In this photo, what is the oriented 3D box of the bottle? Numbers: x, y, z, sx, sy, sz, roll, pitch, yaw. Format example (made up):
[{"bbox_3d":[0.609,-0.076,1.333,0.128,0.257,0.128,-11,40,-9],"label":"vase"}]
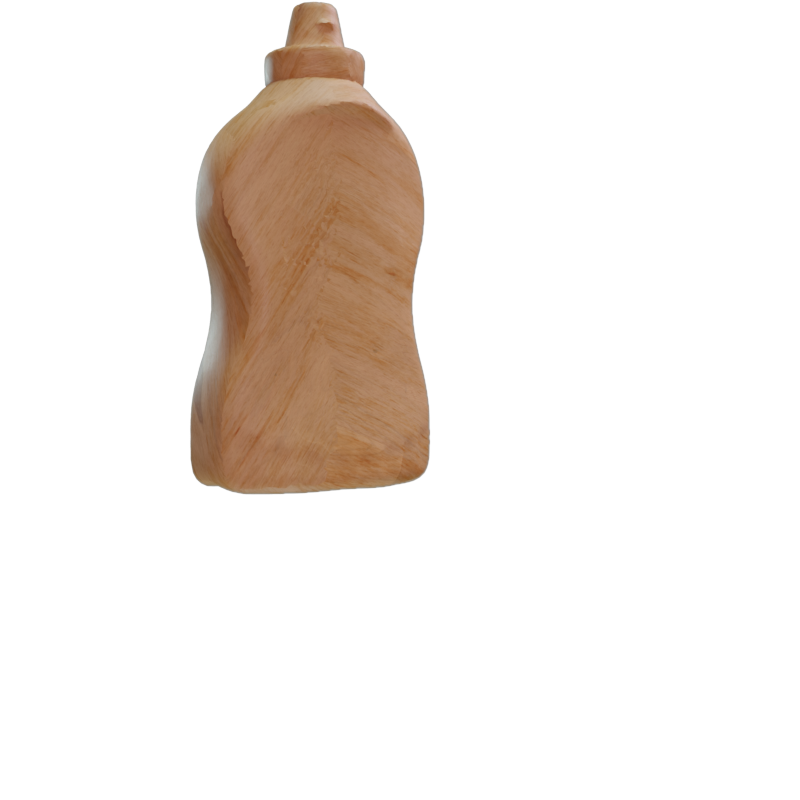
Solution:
[{"bbox_3d":[-0.034,-0.063,0.443,0.092,0.194,0.060,2,-5,-31],"label":"bottle"}]
